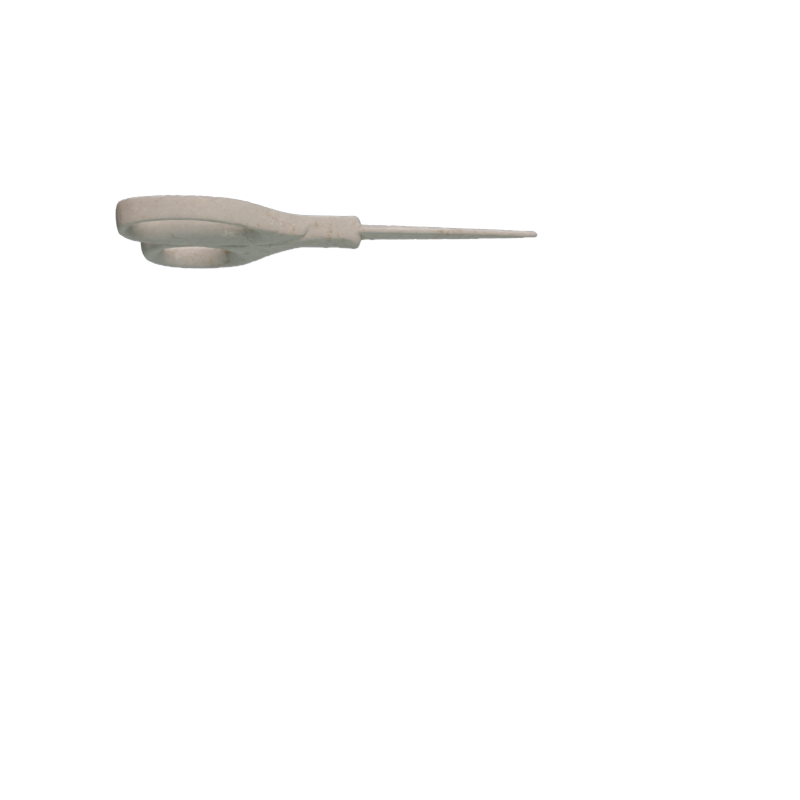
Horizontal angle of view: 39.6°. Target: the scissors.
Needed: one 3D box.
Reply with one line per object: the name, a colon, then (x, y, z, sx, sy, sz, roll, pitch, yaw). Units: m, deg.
scissors: (-0.044, -0.079, 0.556, 0.196, 0.016, 0.096, 3, -9, -19)
